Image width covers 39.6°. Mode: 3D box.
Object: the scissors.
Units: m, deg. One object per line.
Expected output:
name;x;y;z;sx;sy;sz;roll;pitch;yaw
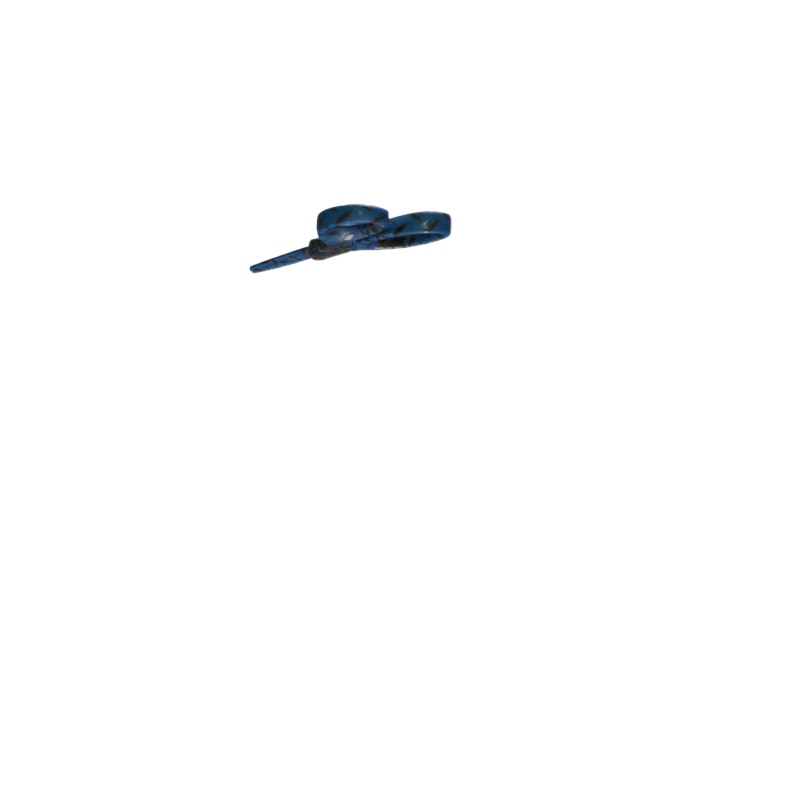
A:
scissors;-0.060;-0.109;0.765;0.207;0.016;0.091;-4;-7;37
